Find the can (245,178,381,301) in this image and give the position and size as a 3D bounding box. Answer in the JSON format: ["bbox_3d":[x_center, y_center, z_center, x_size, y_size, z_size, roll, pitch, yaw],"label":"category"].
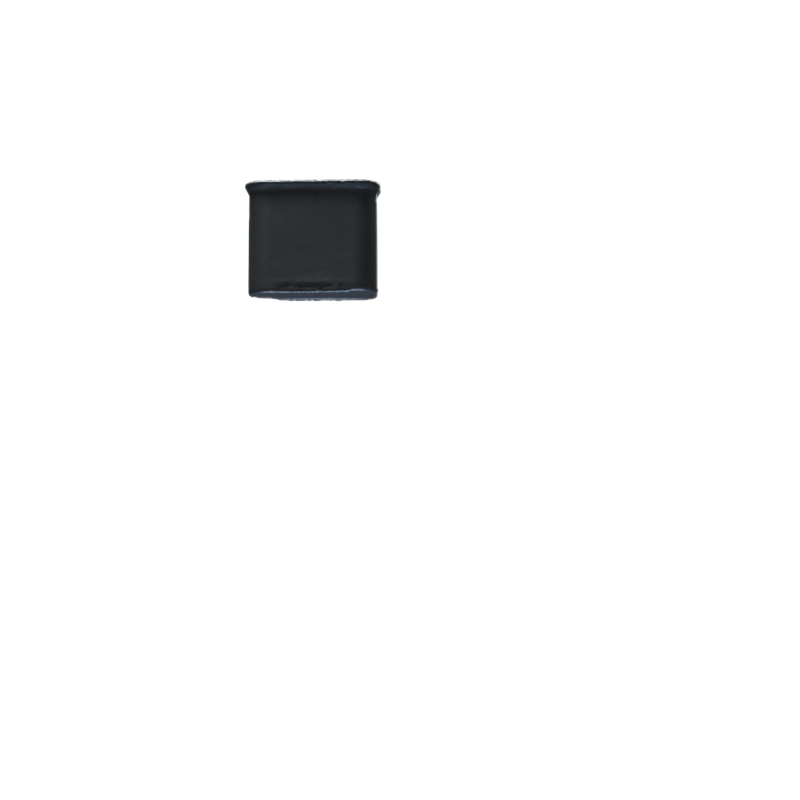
[{"bbox_3d":[-0.065,-0.119,0.833,0.102,0.086,0.056,-1,-8,3],"label":"can"}]
